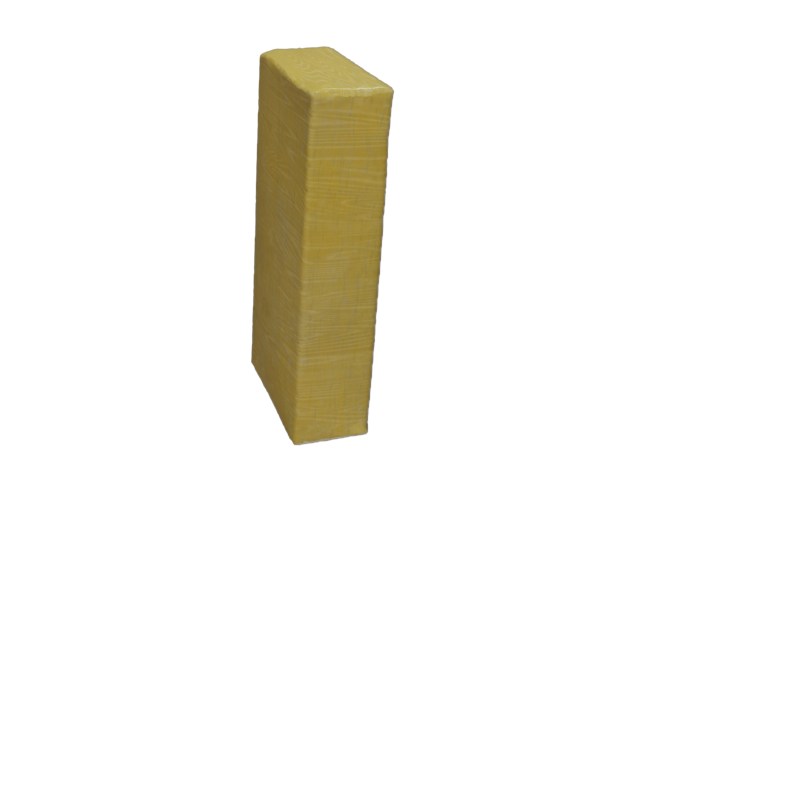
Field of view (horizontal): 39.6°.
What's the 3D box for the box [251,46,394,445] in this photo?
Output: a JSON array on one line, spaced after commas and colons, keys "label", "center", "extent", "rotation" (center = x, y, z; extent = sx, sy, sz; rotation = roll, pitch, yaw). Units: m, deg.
[{"label": "box", "center": [-0.043, -0.078, 0.546], "extent": [0.047, 0.168, 0.100], "rotation": [-7, 25, -19]}]
